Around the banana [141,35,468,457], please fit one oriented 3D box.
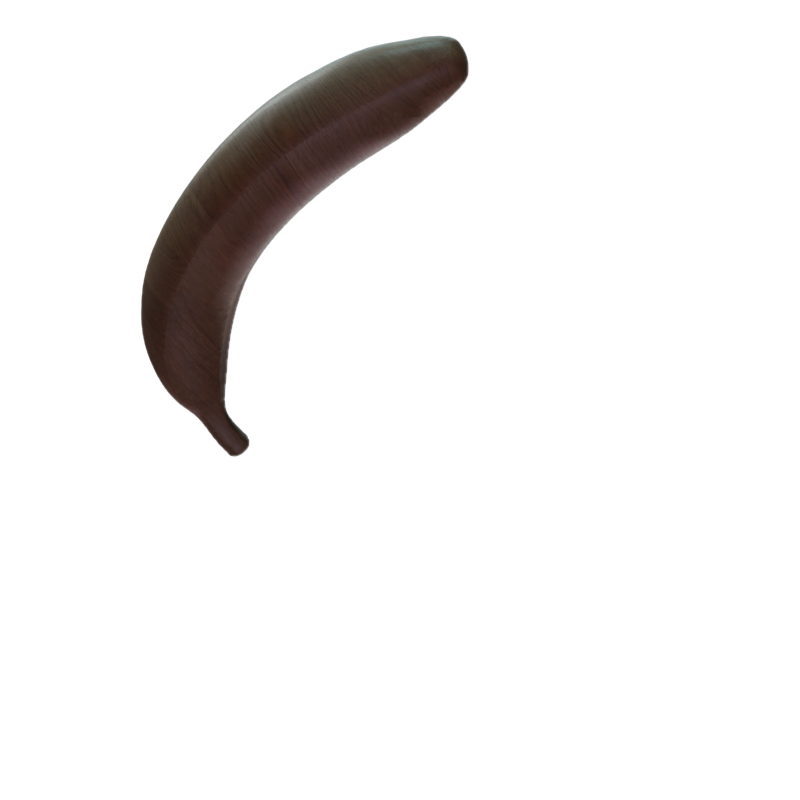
[{"bbox_3d":[-0.051,-0.062,0.412,0.067,0.191,0.039,23,34,-18],"label":"banana"}]
